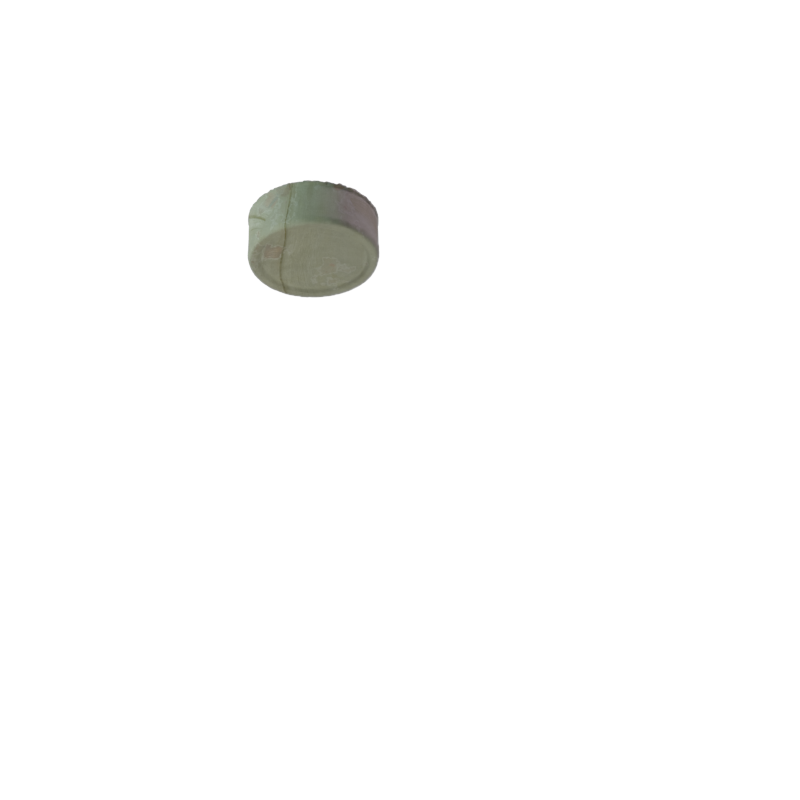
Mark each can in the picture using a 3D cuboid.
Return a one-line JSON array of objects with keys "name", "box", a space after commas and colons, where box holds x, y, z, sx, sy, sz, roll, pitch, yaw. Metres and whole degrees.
[{"name": "can", "box": [-0.056, -0.102, 0.717, 0.086, 0.036, 0.080, 1, -31, -2]}]
